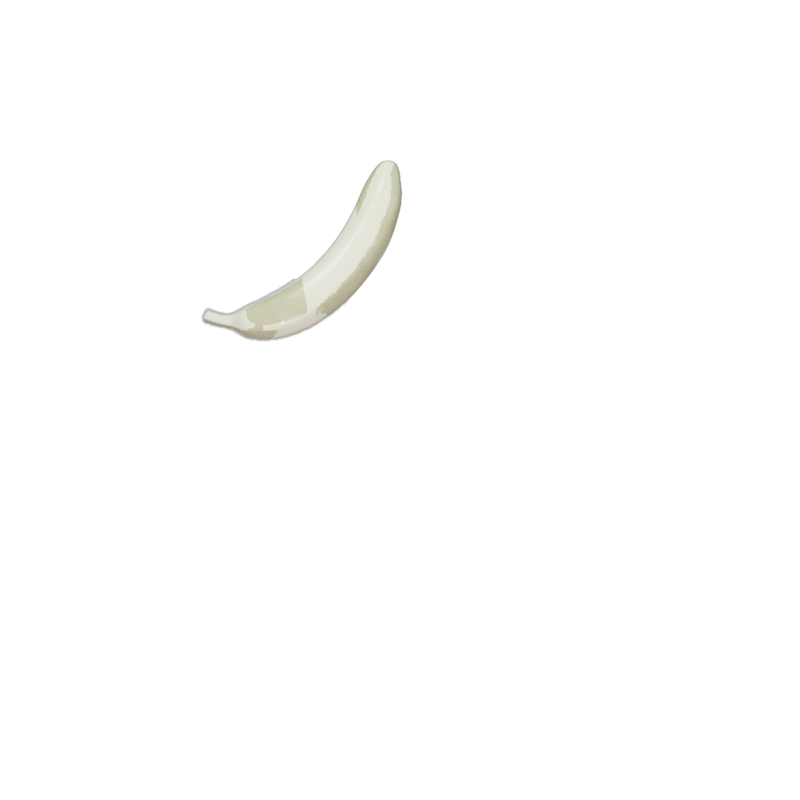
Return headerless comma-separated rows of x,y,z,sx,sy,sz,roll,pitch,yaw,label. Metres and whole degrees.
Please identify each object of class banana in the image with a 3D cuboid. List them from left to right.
-0.057,-0.107,0.852,0.199,0.072,0.035,-42,-14,-15,banana
